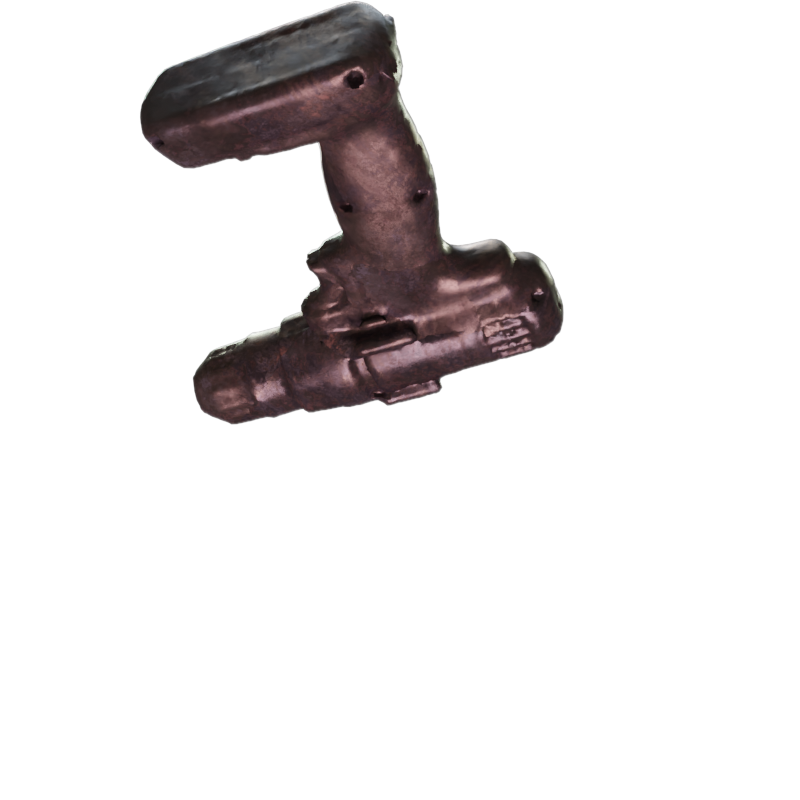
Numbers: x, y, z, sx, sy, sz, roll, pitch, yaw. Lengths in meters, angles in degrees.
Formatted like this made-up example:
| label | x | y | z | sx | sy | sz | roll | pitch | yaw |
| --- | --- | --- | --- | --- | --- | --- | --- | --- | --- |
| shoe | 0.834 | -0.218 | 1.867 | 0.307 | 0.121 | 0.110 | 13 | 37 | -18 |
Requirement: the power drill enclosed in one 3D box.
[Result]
| label | x | y | z | sx | sy | sz | roll | pitch | yaw |
| --- | --- | --- | --- | --- | --- | --- | --- | --- | --- |
| power drill | -0.038 | -0.070 | 0.491 | 0.186 | 0.062 | 0.173 | -16 | -49 | 15 |
